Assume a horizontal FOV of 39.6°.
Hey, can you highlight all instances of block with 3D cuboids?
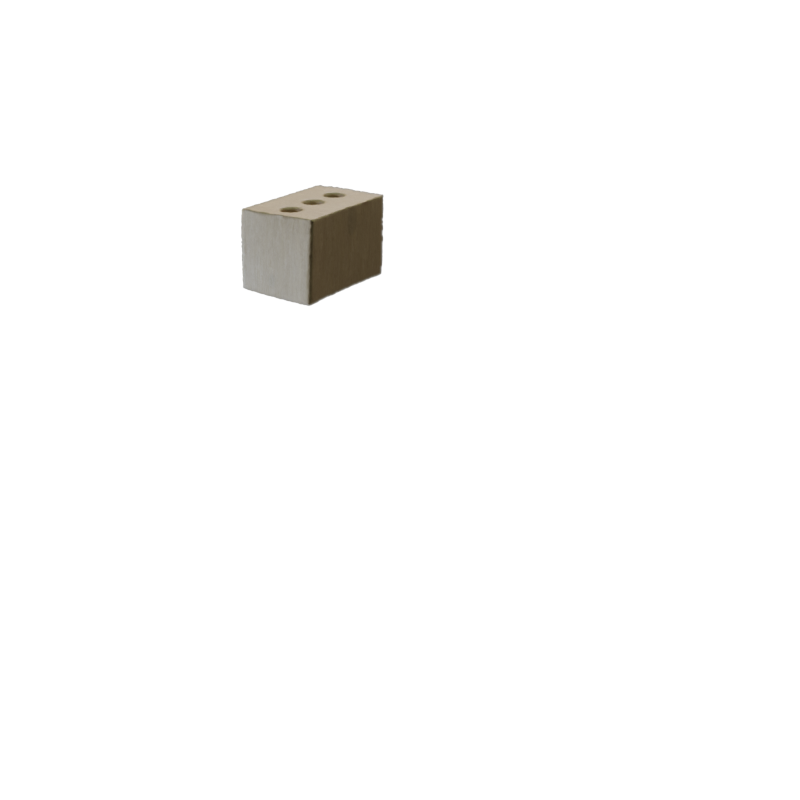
[{"bbox_3d":[-0.052,-0.095,0.668,0.055,0.049,0.078,13,25,30],"label":"block"}]
